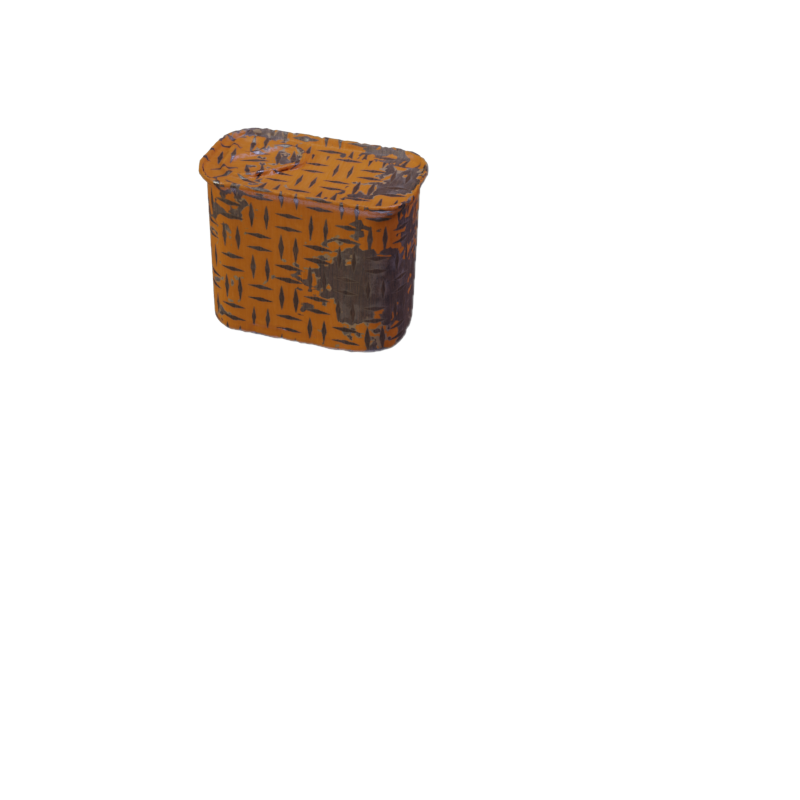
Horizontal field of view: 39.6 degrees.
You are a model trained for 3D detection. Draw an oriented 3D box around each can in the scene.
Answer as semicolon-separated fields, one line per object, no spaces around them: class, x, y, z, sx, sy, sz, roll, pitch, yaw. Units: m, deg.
can;-0.041;-0.075;0.524;0.105;0.078;0.060;12;37;14
